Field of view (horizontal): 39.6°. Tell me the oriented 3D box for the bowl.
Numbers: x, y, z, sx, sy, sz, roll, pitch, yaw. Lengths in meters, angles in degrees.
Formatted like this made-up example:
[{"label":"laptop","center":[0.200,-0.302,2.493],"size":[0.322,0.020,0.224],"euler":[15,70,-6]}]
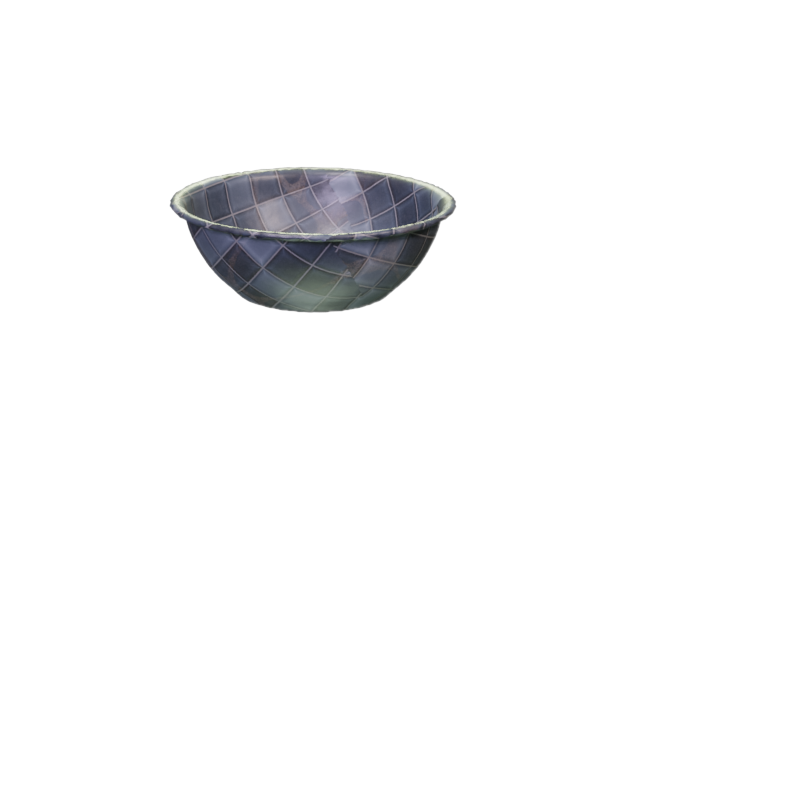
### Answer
[{"label":"bowl","center":[-0.050,-0.091,0.638],"size":[0.162,0.053,0.170],"euler":[-1,23,-2]}]
